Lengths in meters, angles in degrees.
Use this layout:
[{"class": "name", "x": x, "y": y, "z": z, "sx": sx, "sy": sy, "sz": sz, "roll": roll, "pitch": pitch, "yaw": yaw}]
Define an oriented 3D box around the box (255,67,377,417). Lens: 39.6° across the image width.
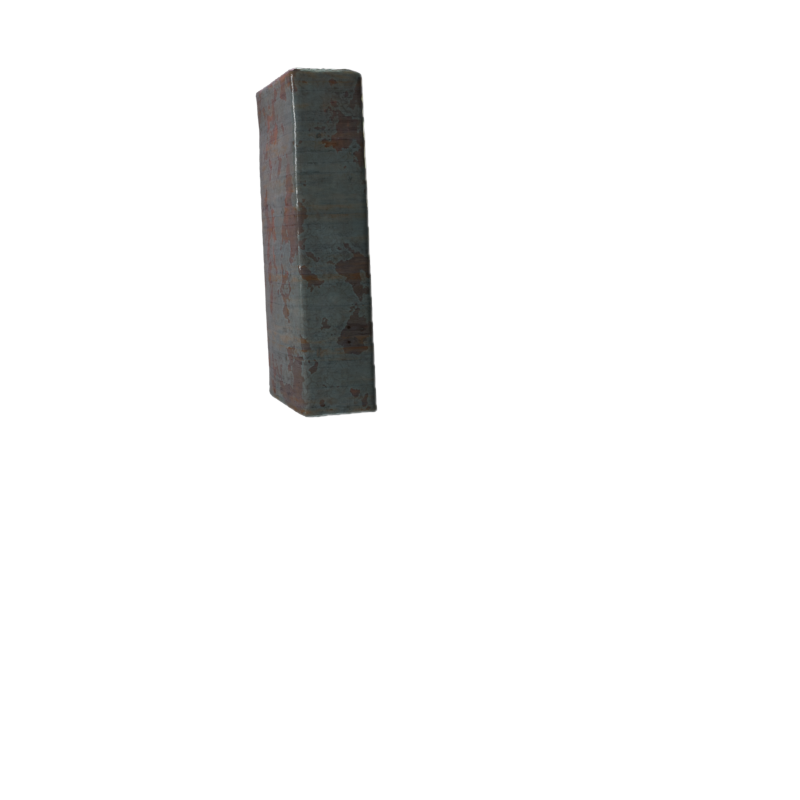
[{"class": "box", "x": -0.047, "y": -0.086, "z": 0.601, "sx": 0.047, "sy": 0.176, "sz": 0.096, "roll": 0, "pitch": 2, "yaw": -18}]
